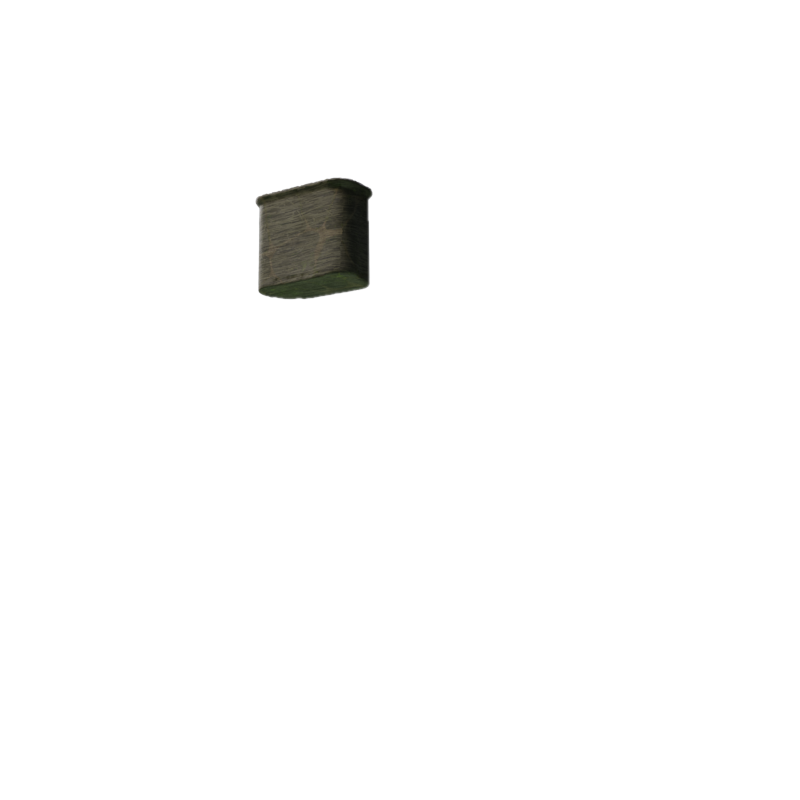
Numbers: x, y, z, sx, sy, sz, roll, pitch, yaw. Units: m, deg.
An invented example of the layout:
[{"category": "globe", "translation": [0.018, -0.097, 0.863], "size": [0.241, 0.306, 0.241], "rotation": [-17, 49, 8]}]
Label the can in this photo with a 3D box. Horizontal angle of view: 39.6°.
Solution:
[{"category": "can", "translation": [-0.074, -0.135, 0.944], "size": [0.104, 0.087, 0.054], "rotation": [-9, -17, 32]}]
